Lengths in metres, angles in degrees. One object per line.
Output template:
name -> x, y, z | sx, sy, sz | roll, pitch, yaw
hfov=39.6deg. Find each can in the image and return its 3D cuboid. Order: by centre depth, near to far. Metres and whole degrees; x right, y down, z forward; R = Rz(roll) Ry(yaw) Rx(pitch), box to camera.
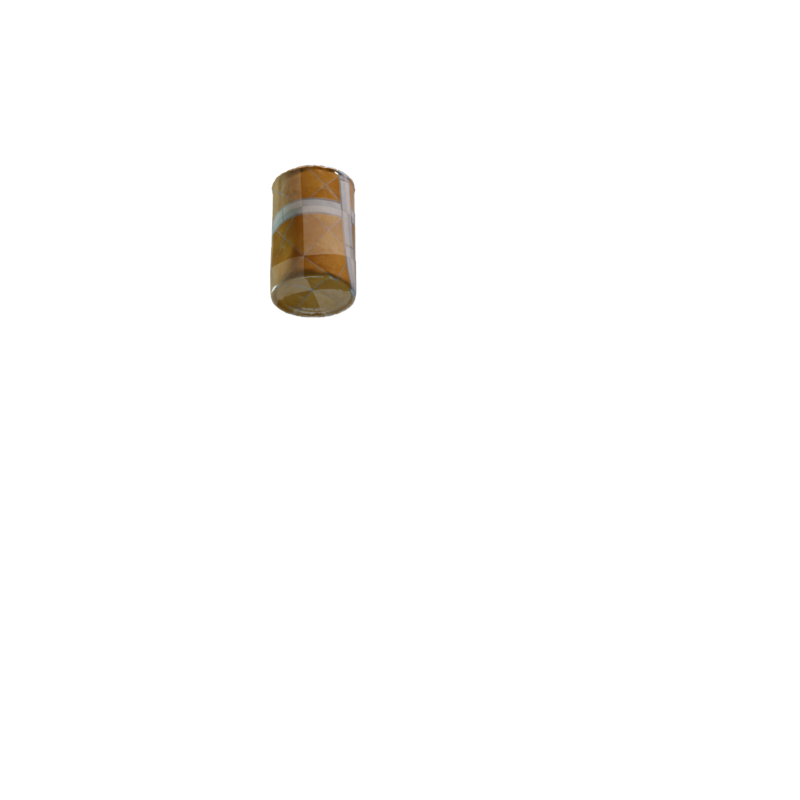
can -> -0.068, -0.125, 0.874 | 0.068, 0.109, 0.064 | 0, -29, -2
